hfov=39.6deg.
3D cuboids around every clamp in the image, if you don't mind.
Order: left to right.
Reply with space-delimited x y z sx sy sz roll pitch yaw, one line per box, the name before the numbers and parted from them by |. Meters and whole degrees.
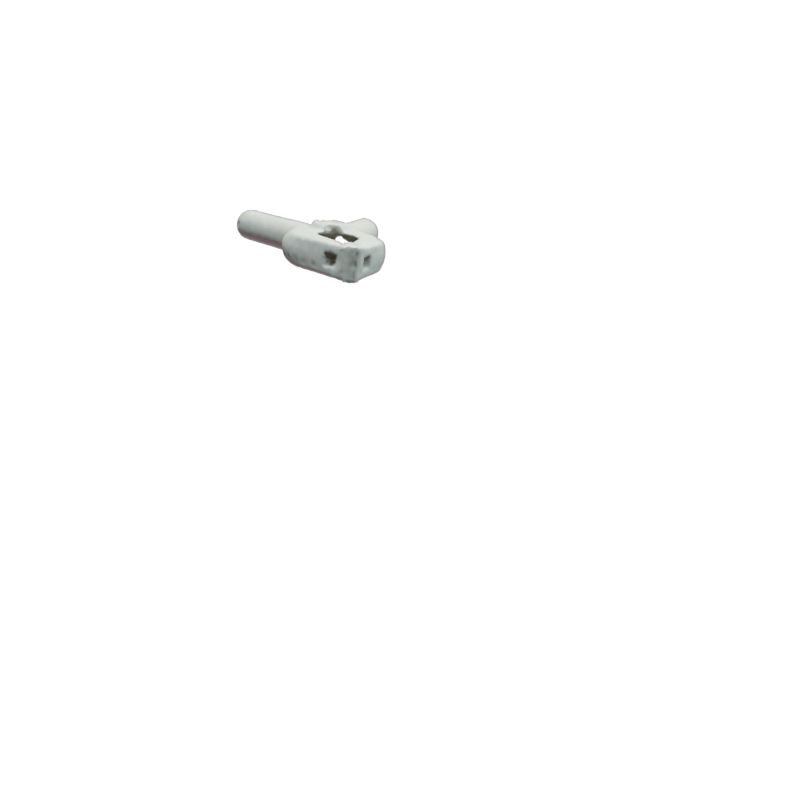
clamp | -0.068 -0.125 0.873 0.119 0.038 0.177 -2 15 -7
